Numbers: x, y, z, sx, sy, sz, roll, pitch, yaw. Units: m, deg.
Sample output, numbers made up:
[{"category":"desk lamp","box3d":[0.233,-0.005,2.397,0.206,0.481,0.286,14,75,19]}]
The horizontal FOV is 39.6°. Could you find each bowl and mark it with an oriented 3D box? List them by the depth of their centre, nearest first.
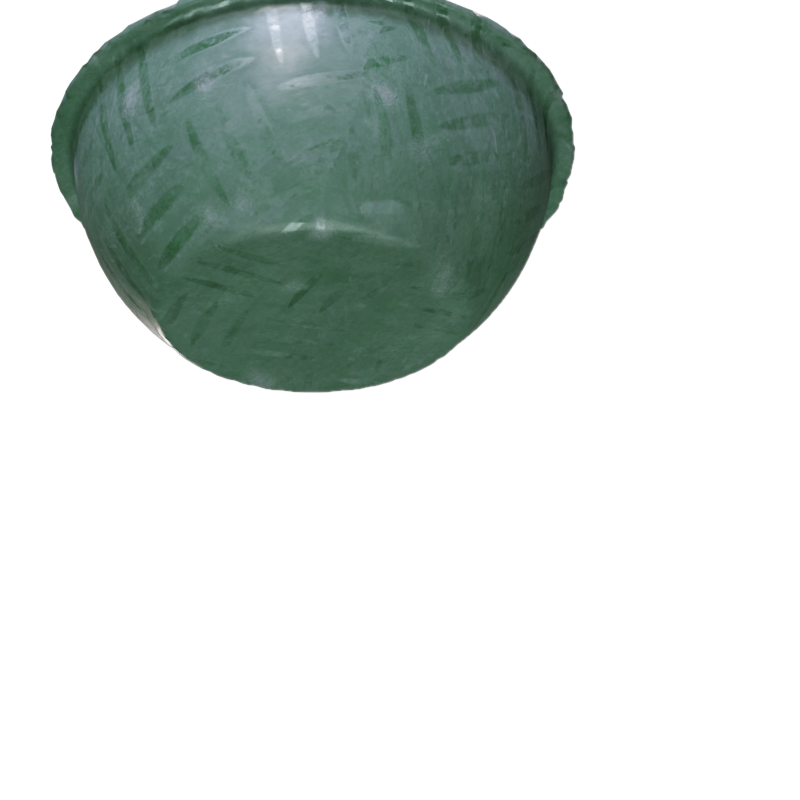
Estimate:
[{"category":"bowl","box3d":[-0.026,-0.047,0.332,0.162,0.059,0.152,1,-30,-2]}]
